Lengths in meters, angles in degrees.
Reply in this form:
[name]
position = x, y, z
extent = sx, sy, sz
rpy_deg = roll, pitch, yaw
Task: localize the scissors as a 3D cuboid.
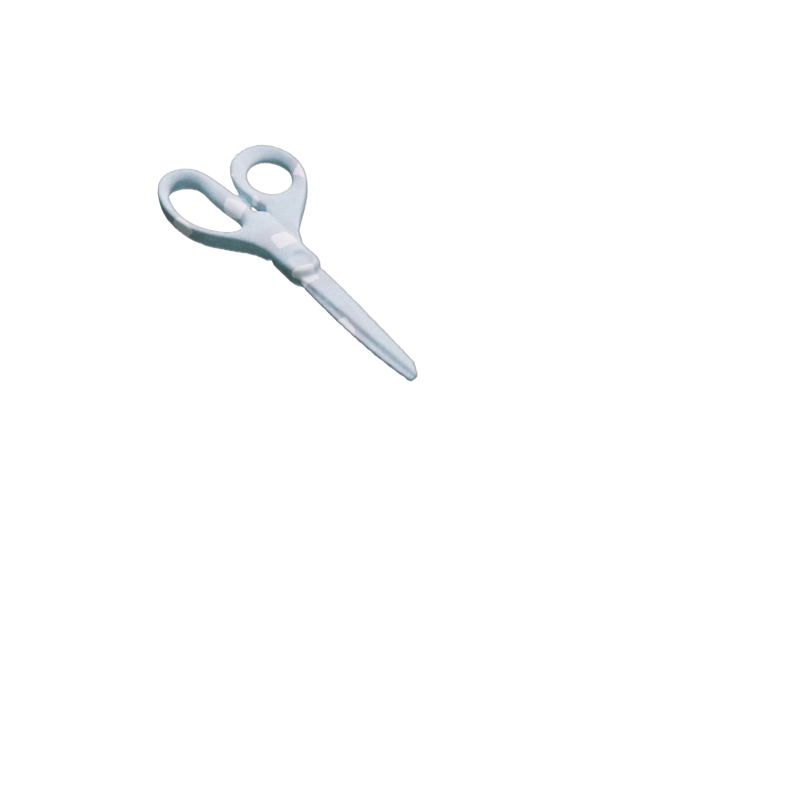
[scissors]
position = -0.049, -0.089, 0.626
extent = 0.213, 0.015, 0.098
rpy_deg = 30, 55, 24
